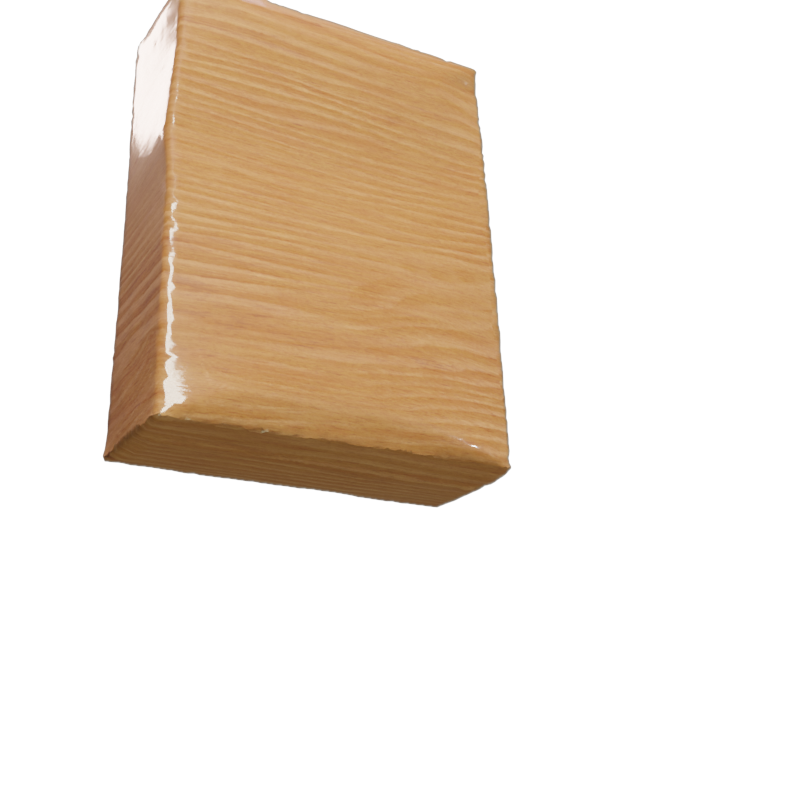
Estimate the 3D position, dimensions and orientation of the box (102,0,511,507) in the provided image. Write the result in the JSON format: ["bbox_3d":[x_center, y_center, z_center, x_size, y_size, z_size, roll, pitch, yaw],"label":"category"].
[{"bbox_3d":[-0.039,-0.072,0.503,0.157,0.226,0.071,11,-29,-26],"label":"box"}]
